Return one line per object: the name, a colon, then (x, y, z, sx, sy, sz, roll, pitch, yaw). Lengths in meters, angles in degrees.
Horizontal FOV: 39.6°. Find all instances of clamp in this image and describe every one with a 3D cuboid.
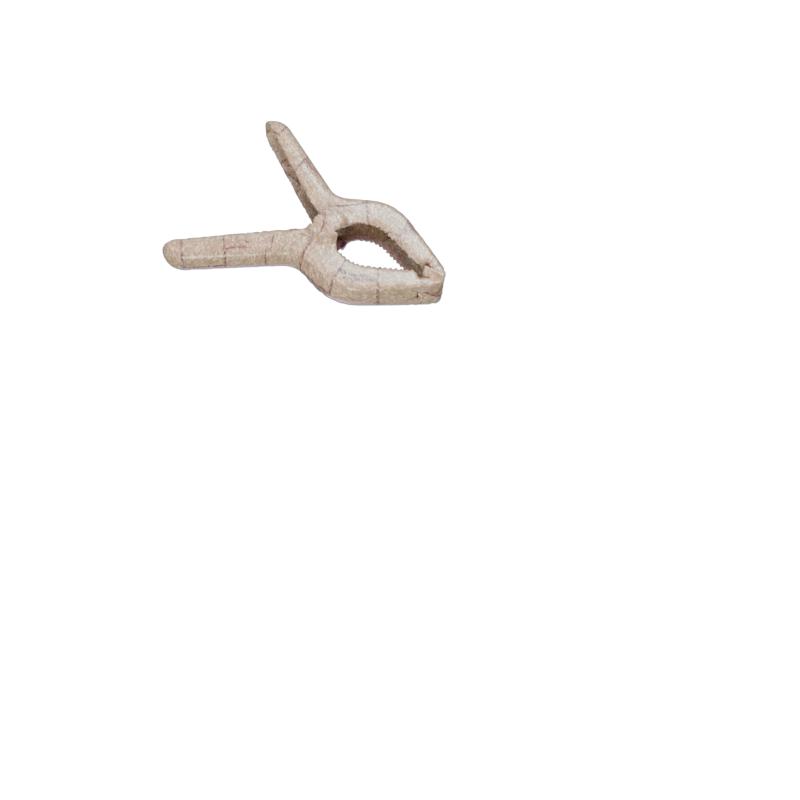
clamp: (-0.067, -0.123, 0.860, 0.220, 0.168, 0.034, 31, -29, 19)
